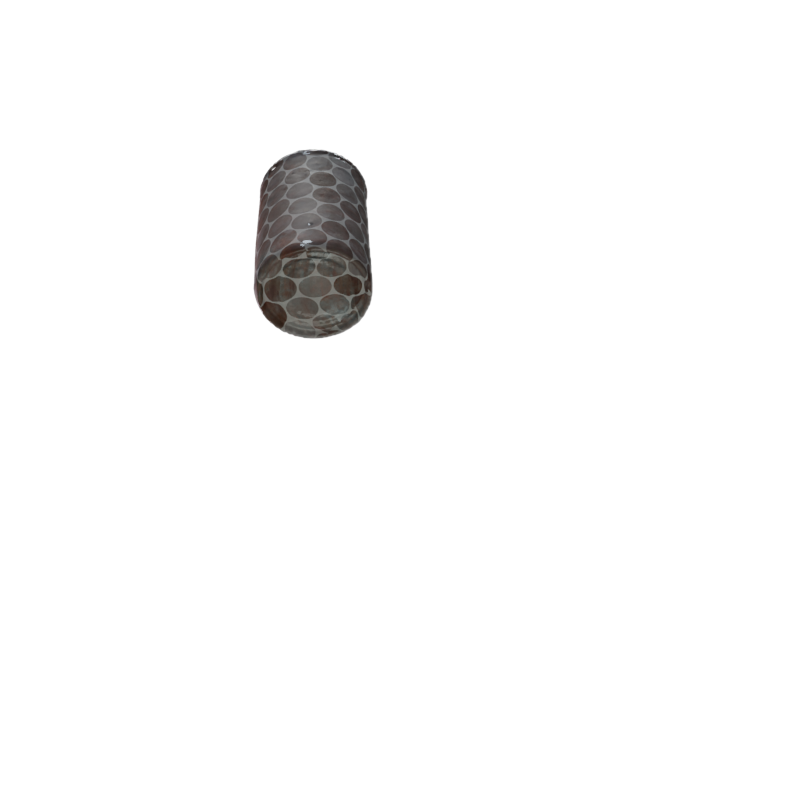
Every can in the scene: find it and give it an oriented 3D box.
[{"bbox_3d":[-0.051,-0.094,0.658,0.068,0.064,0.110,-1,40,-3],"label":"can"}]
